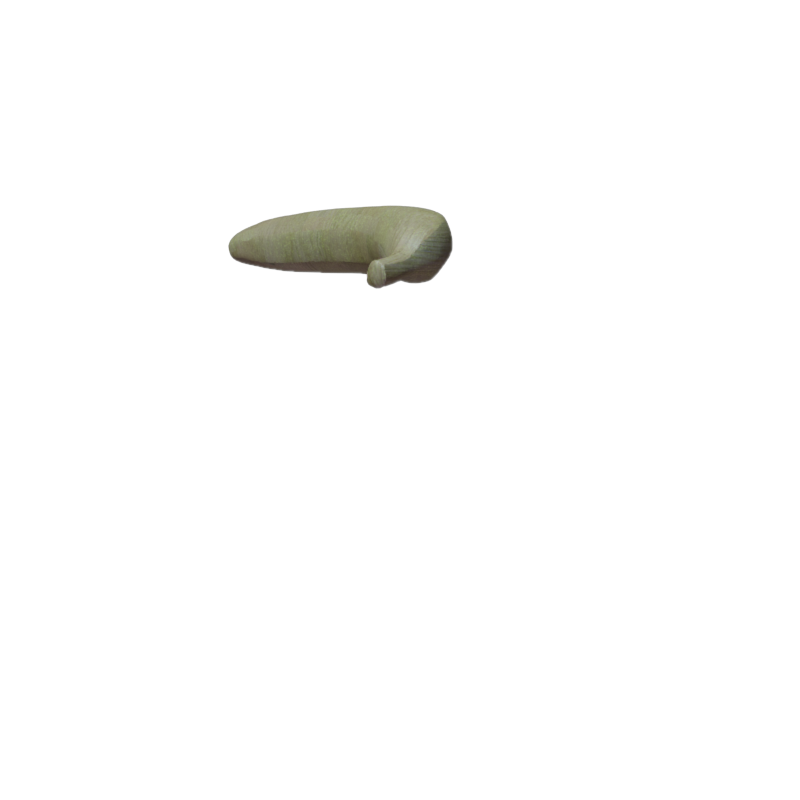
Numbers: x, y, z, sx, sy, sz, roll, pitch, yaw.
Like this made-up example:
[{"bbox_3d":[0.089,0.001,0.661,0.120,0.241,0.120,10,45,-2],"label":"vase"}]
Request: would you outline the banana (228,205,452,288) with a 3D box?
[{"bbox_3d":[-0.026,-0.082,0.572,0.068,0.036,0.206,-4,10,-26],"label":"banana"}]
